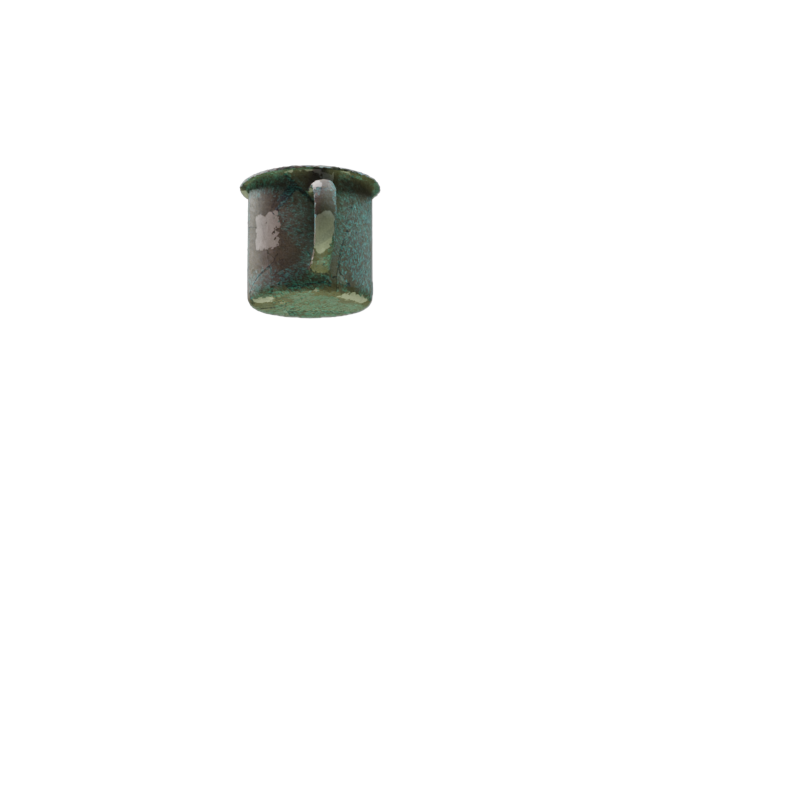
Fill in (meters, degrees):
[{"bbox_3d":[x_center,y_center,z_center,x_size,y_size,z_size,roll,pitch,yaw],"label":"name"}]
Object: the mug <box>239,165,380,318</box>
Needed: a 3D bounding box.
[{"bbox_3d":[-0.056,-0.102,0.714,0.092,0.084,0.116,2,-11,-13],"label":"mug"}]
